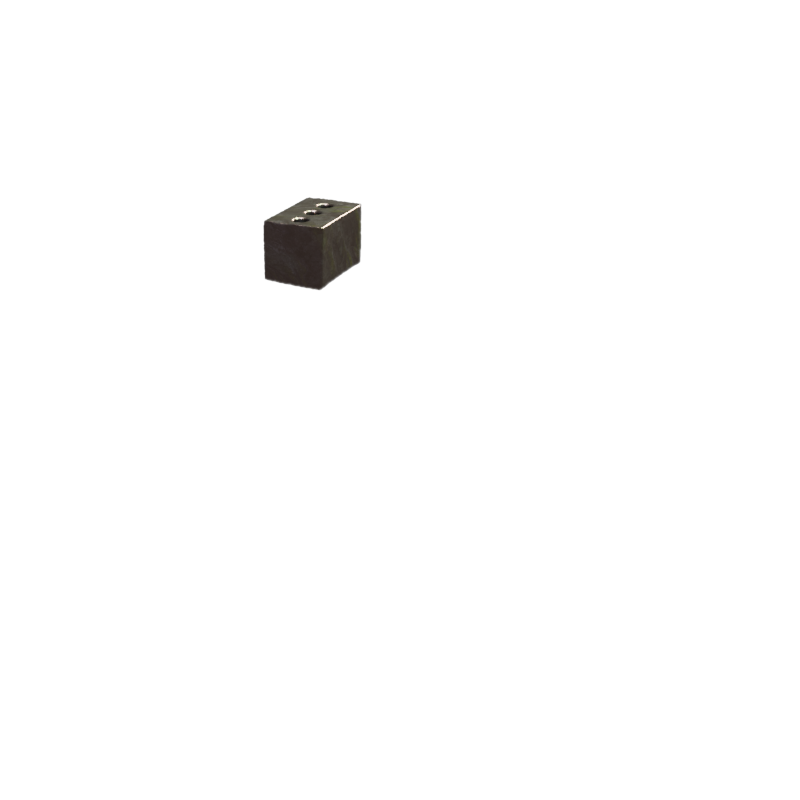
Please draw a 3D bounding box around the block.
[{"bbox_3d":[-0.070,-0.128,0.898,0.055,0.049,0.079,10,25,21],"label":"block"}]
